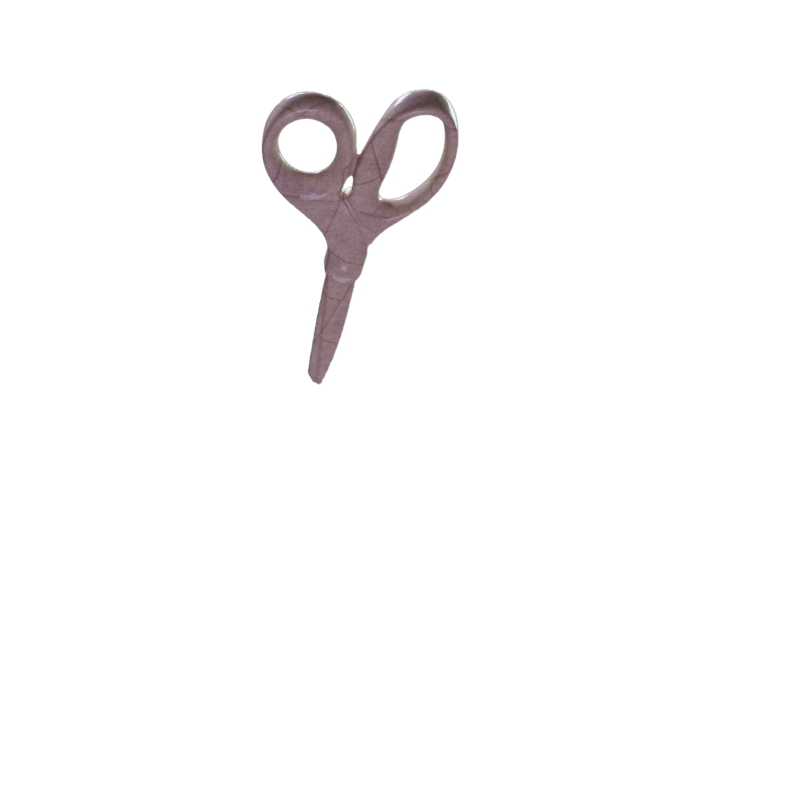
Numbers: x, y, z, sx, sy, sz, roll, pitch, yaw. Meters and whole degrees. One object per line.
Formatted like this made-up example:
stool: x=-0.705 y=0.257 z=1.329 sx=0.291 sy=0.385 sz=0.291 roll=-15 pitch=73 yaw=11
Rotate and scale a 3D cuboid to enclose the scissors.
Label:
scissors: x=-0.042 y=-0.077 z=0.539 sx=0.093 sy=0.017 sz=0.195 roll=18 pitch=-44 yaw=-20
